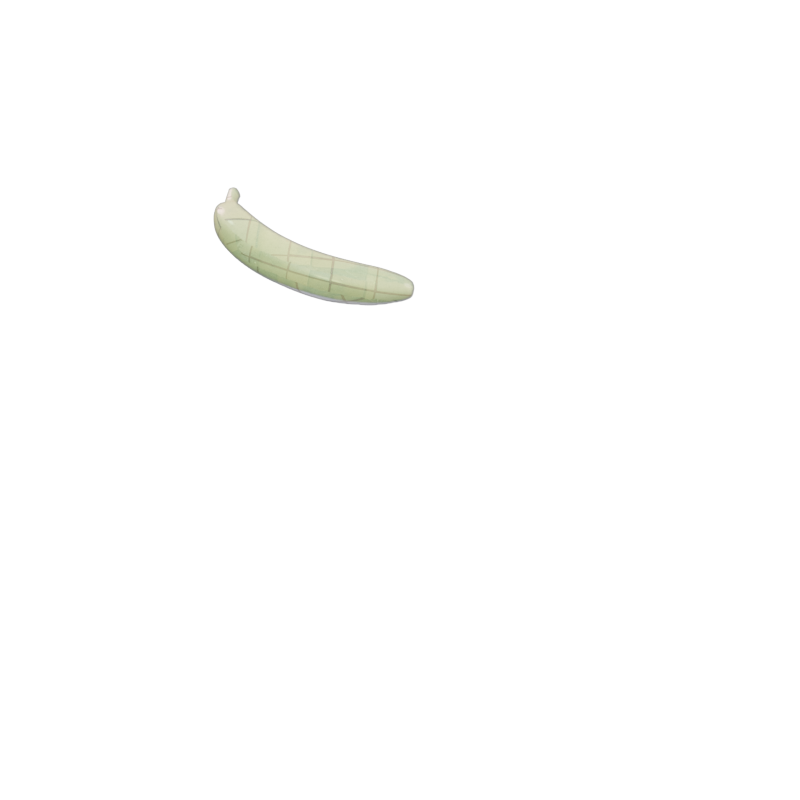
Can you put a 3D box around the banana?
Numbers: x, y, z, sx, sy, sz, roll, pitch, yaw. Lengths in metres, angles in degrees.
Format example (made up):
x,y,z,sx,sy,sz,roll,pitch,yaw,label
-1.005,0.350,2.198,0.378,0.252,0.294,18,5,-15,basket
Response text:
x,y,z,sx,sy,sz,roll,pitch,yaw,label
-0.085,-0.120,0.906,0.208,0.034,0.071,31,57,23,banana
